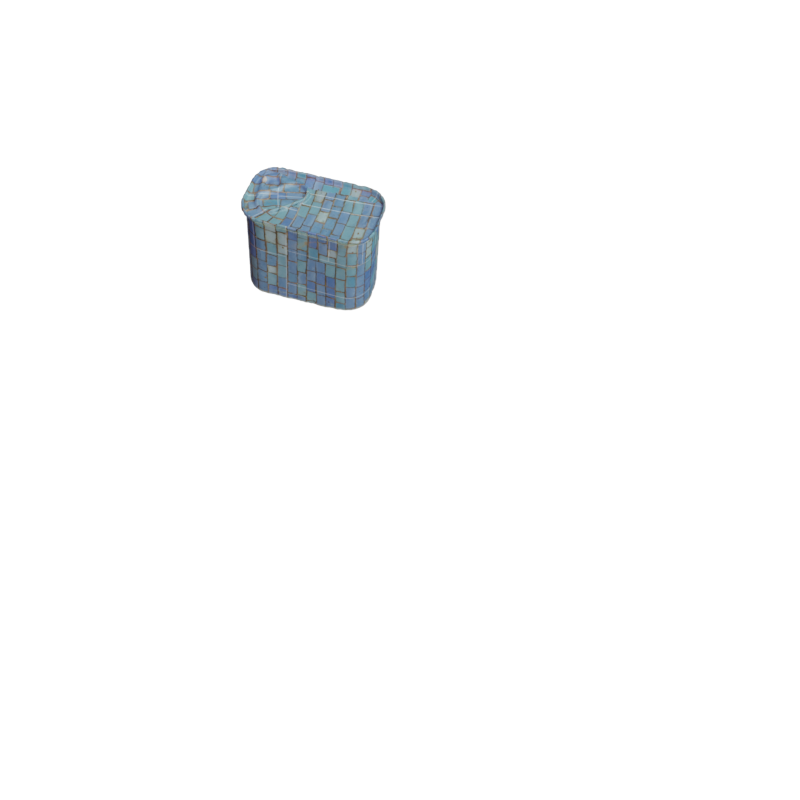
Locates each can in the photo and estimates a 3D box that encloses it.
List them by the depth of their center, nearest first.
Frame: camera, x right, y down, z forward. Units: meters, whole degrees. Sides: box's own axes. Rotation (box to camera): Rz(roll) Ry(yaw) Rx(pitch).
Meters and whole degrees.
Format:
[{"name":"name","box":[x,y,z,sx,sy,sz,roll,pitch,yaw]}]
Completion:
[{"name":"can","box":[-0.065,-0.118,0.830,0.104,0.060,0.078,15,-37,10]}]
